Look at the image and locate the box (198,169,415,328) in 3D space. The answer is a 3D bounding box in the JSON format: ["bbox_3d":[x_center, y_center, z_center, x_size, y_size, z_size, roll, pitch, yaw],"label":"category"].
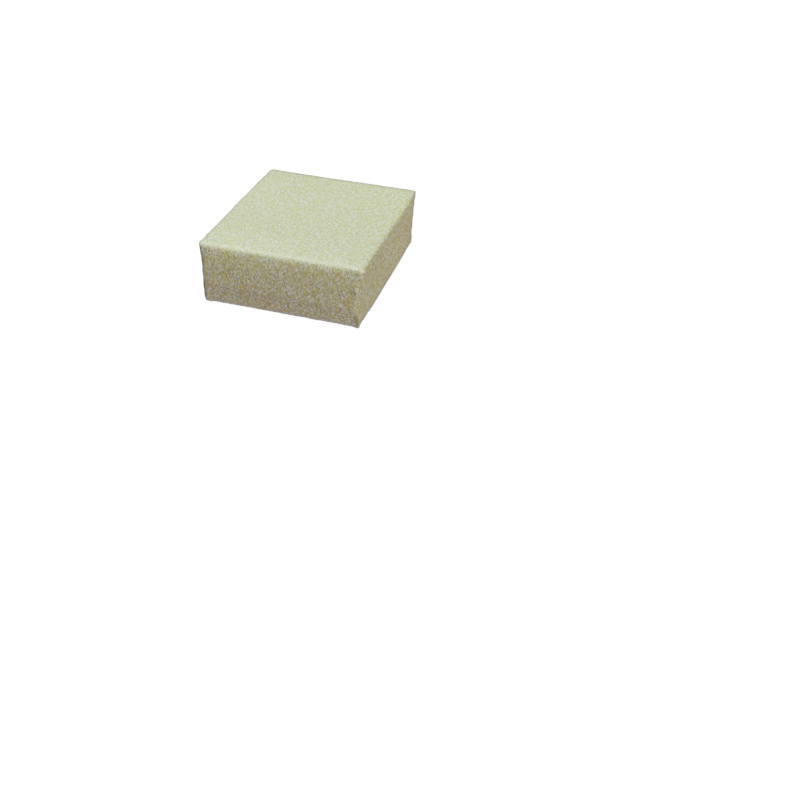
[{"bbox_3d":[-0.048,-0.087,0.610,0.092,0.037,0.118,9,34,13],"label":"box"}]
